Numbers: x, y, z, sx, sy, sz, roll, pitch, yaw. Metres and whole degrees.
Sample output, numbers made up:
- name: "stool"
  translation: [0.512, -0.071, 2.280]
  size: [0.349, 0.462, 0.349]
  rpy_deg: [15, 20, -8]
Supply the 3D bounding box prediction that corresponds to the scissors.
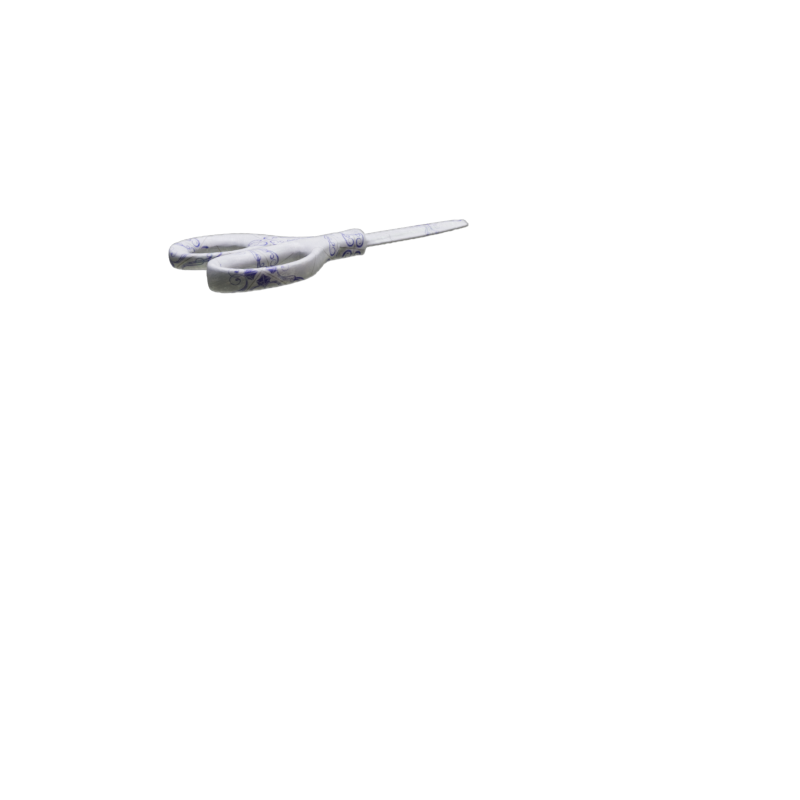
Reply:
- name: "scissors"
  translation: [-0.050, -0.092, 0.644]
  size: [0.101, 0.015, 0.200]
  rpy_deg: [12, 23, 31]
